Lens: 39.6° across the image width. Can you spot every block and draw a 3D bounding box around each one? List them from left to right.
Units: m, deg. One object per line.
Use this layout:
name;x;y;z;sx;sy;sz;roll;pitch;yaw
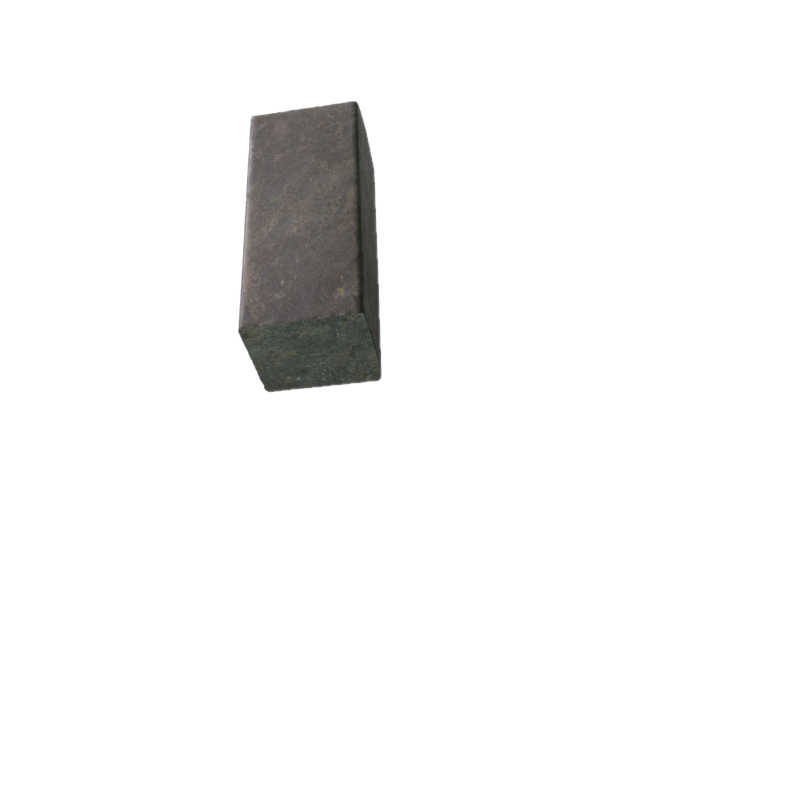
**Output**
block;-0.066;-0.121;0.850;0.091;0.221;0.083;-7;-36;6
